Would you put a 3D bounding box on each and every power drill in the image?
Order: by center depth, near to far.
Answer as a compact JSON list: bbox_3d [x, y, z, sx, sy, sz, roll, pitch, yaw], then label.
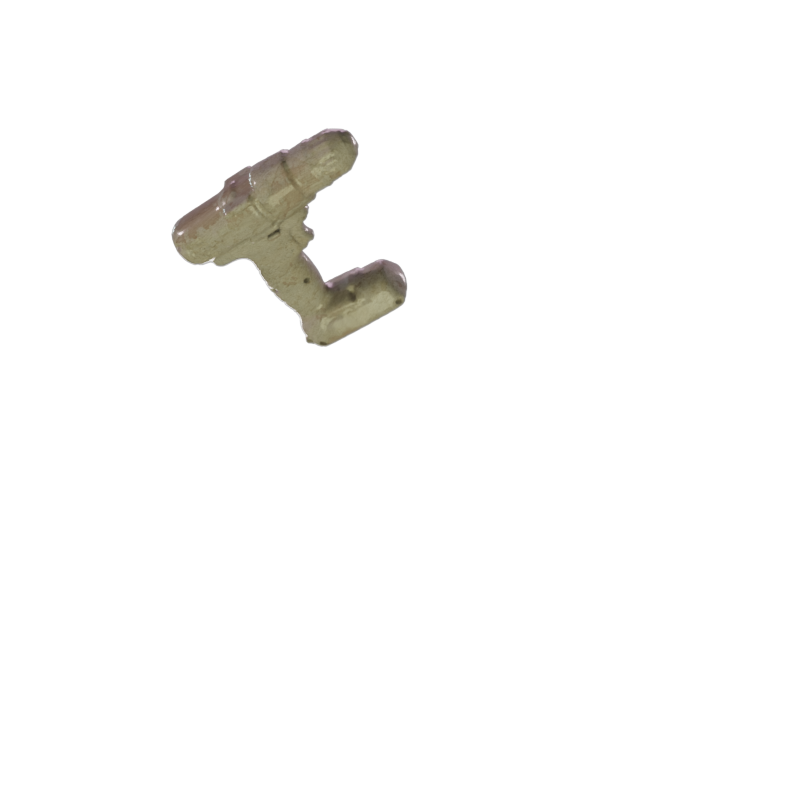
[{"bbox_3d":[-0.075,-0.137,0.963,0.184,0.062,0.174,-27,-50,24],"label":"power drill"}]
